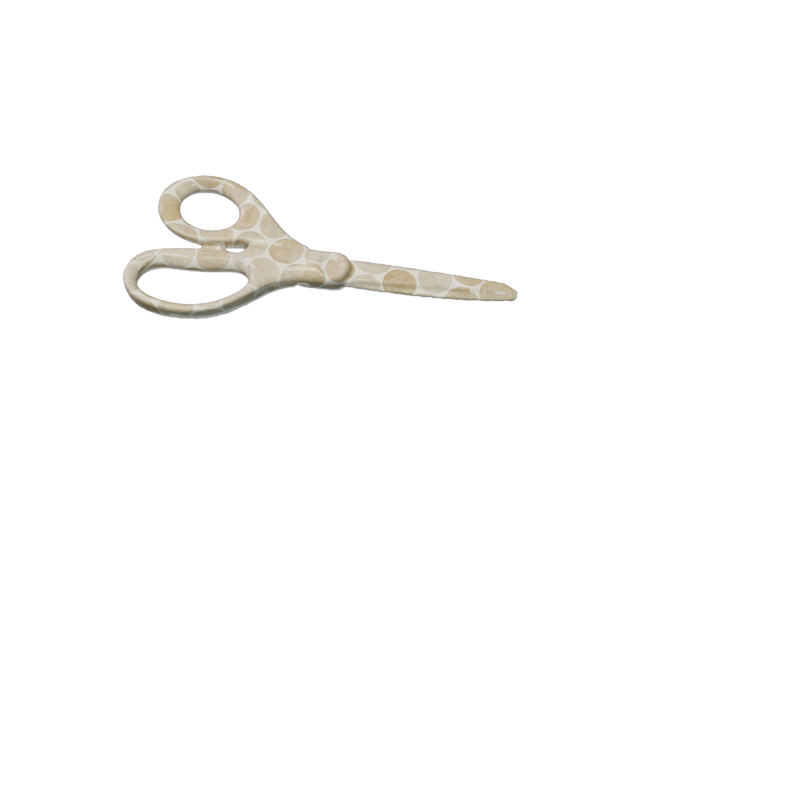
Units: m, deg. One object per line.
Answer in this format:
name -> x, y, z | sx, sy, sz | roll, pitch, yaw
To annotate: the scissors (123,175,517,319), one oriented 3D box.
scissors -> -0.046, -0.085, 0.592 | 0.201, 0.103, 0.015 | -6, -32, -4
